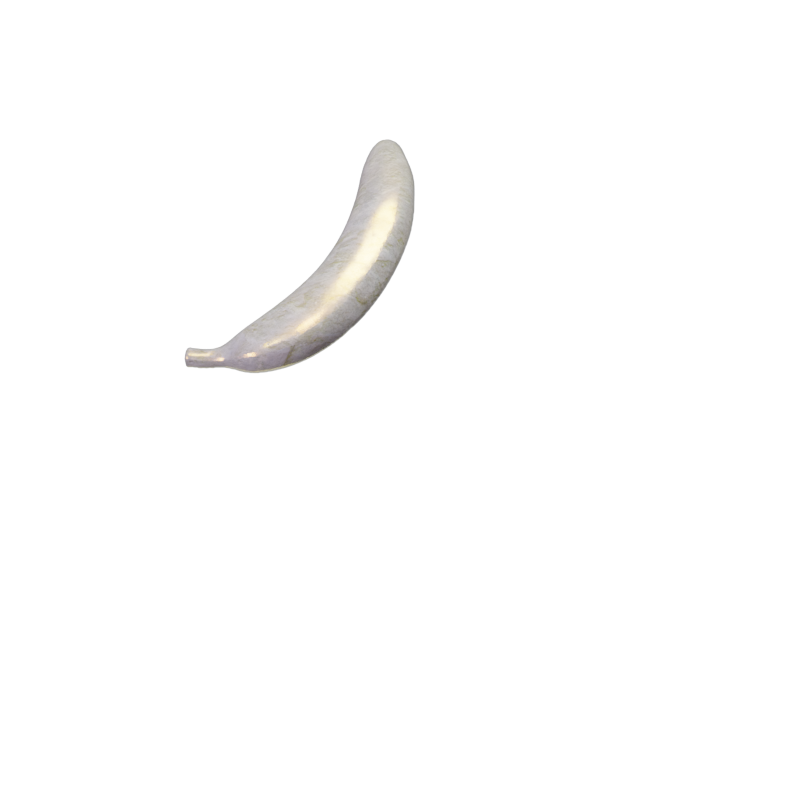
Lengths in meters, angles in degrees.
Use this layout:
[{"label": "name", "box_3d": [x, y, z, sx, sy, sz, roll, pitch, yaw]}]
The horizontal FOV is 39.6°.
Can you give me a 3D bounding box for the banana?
[{"label": "banana", "box_3d": [-0.038, -0.080, 0.638, 0.073, 0.202, 0.034, 29, -30, 18]}]
